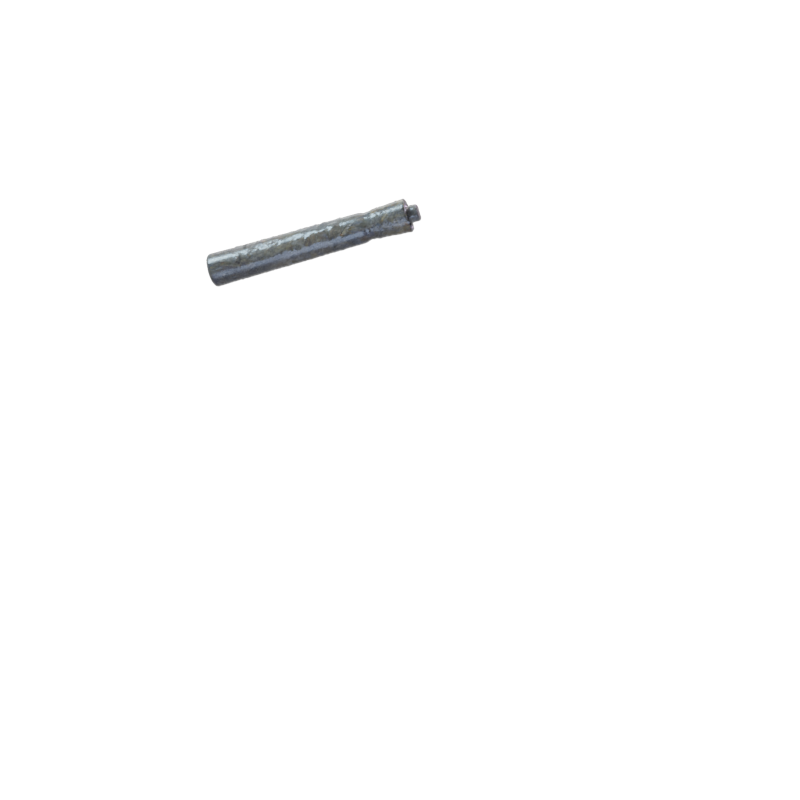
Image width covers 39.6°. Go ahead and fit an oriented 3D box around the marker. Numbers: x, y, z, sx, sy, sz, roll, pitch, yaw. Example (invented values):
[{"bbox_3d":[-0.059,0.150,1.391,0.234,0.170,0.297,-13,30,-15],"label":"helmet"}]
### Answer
[{"bbox_3d":[-0.048,-0.087,0.610,0.122,0.020,0.020,-14,1,13],"label":"marker"}]
